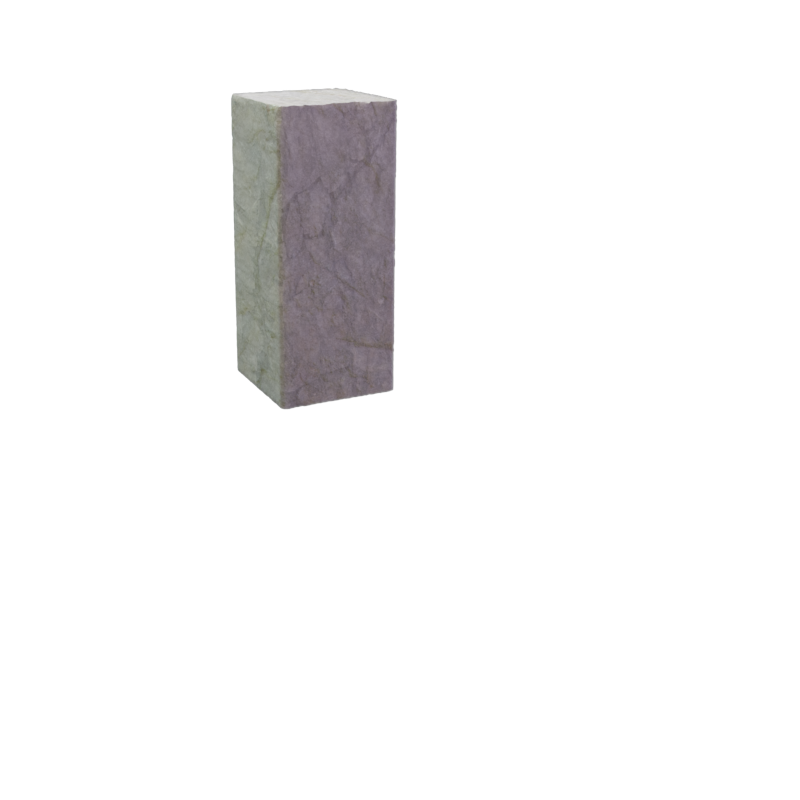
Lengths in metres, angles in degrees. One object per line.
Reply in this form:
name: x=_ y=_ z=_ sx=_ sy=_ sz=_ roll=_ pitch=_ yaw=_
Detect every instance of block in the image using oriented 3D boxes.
block: x=-0.062 y=-0.112 z=0.783 sx=0.088 sy=0.199 sz=0.096 roll=-7 pitch=18 yaw=-26
